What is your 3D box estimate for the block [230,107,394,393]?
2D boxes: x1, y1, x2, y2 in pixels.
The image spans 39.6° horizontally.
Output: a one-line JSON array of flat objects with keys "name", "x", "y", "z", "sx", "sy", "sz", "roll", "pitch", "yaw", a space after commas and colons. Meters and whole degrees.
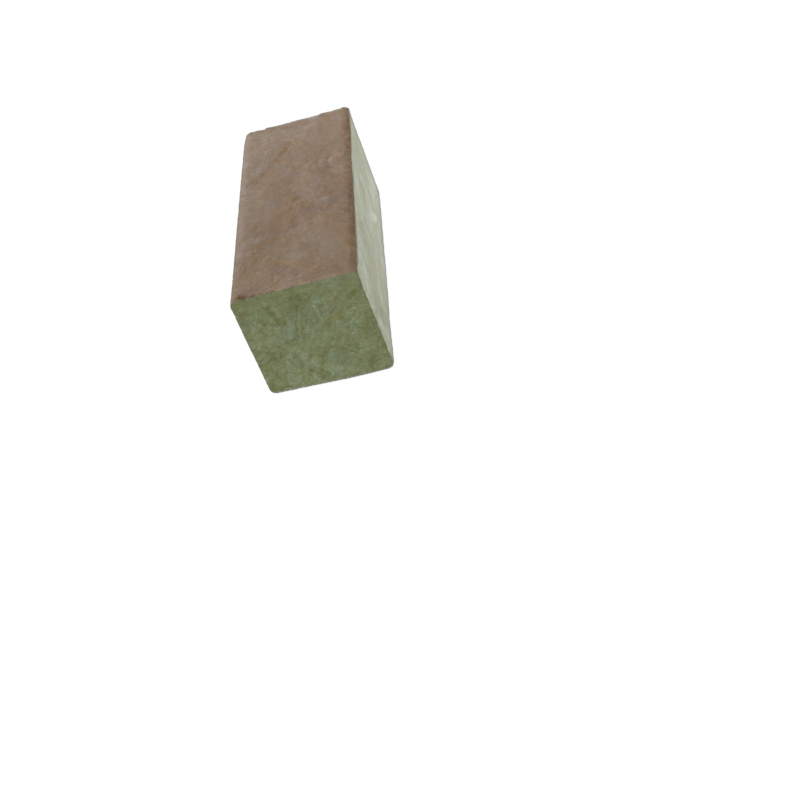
[{"name": "block", "x": -0.064, "y": -0.116, "z": 0.814, "sx": 0.091, "sy": 0.084, "sz": 0.221, "roll": -14, "pitch": 42, "yaw": 9}]
